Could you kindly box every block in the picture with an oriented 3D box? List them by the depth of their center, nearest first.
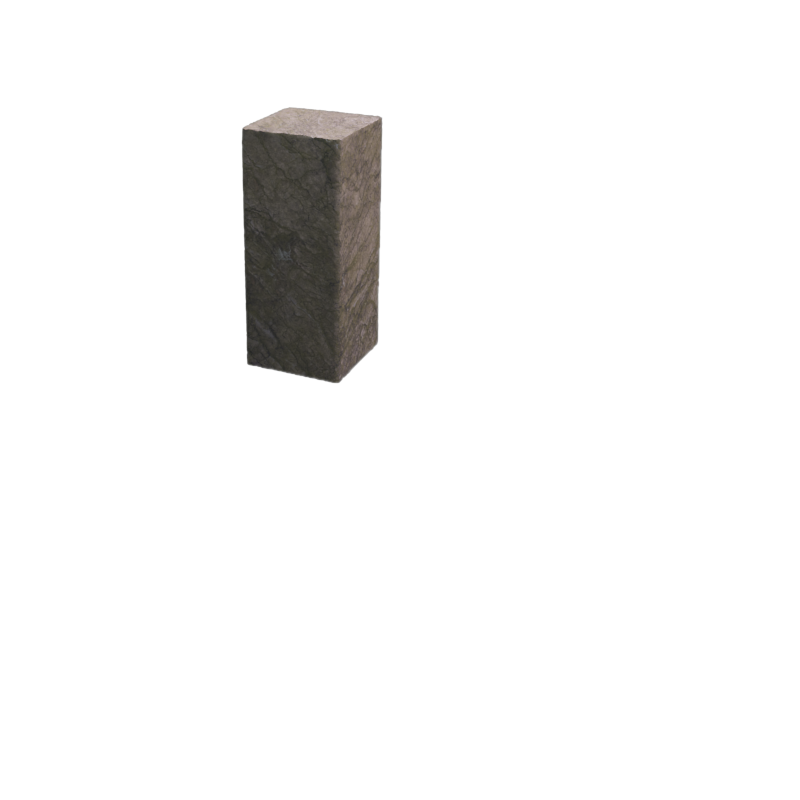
[{"bbox_3d":[-0.073,-0.133,0.931,0.093,0.197,0.092,10,23,20],"label":"block"}]
